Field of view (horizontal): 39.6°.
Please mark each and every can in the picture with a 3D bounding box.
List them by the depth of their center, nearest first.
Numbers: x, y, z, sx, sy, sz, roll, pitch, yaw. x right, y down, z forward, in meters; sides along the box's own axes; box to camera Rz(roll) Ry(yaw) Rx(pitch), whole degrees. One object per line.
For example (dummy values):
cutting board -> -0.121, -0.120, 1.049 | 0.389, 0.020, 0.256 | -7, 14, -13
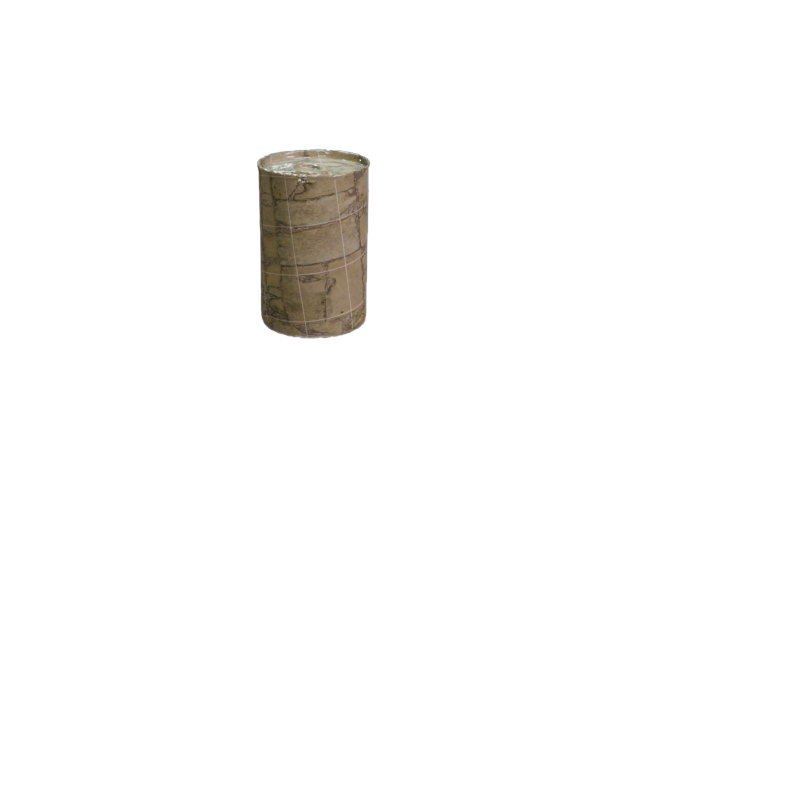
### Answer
can -> -0.053, -0.097, 0.680 | 0.068, 0.098, 0.072 | 0, 21, -2
